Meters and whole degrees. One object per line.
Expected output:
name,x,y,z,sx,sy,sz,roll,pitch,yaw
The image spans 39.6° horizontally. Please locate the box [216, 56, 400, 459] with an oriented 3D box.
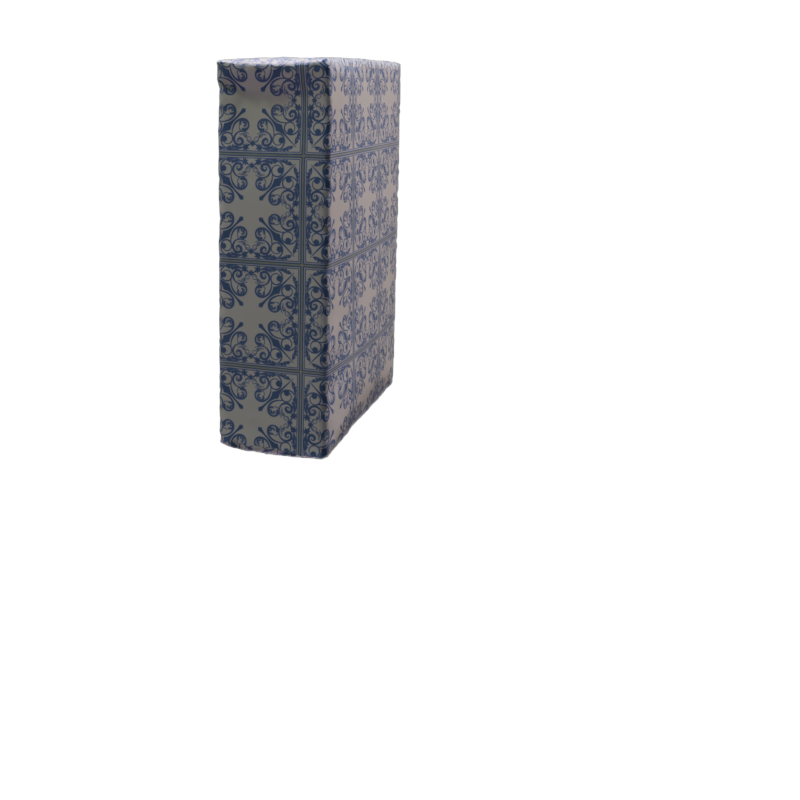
box,-0.051,-0.094,0.657,0.073,0.209,0.165,3,11,13
